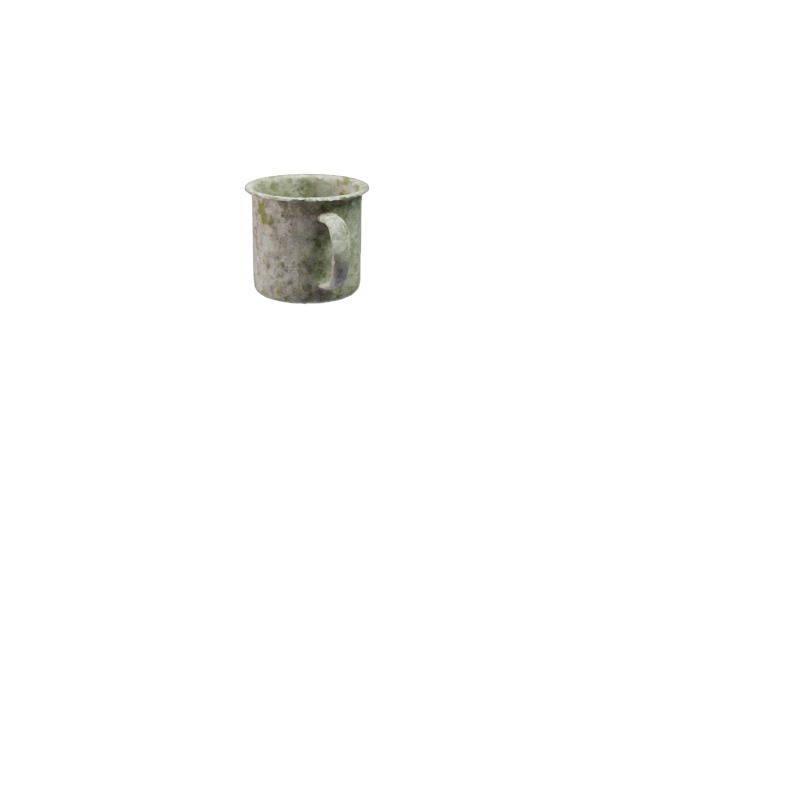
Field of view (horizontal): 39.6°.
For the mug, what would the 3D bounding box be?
[{"bbox_3d":[-0.065,-0.118,0.824,0.091,0.078,0.125,-9,22,-25],"label":"mug"}]
